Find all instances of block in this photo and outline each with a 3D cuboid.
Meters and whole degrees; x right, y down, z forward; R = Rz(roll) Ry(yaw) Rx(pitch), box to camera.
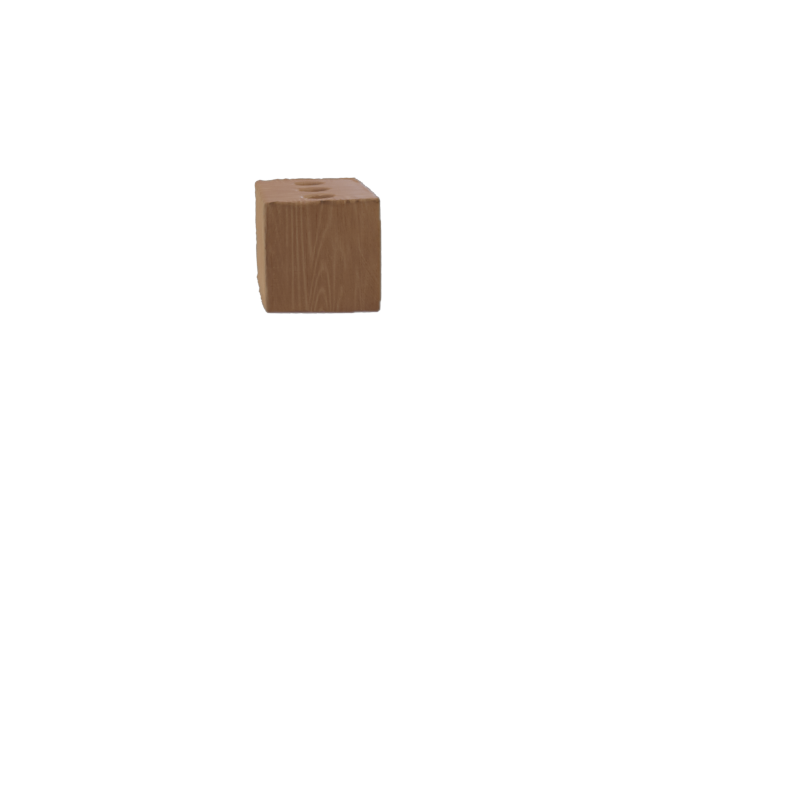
[{"bbox_3d":[-0.041,-0.074,0.519,0.052,0.050,0.081,-2,16,-10],"label":"block"}]
